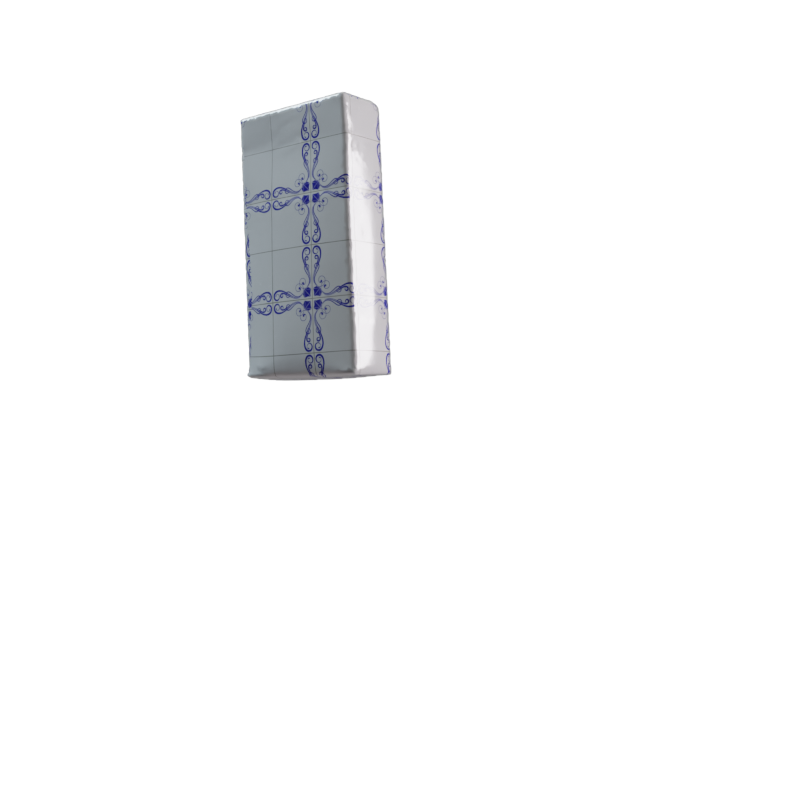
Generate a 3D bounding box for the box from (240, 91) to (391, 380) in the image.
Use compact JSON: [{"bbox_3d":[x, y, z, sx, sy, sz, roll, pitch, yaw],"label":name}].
[{"bbox_3d":[-0.056,-0.102,0.718,0.096,0.180,0.046,-7,-11,38],"label":"box"}]
